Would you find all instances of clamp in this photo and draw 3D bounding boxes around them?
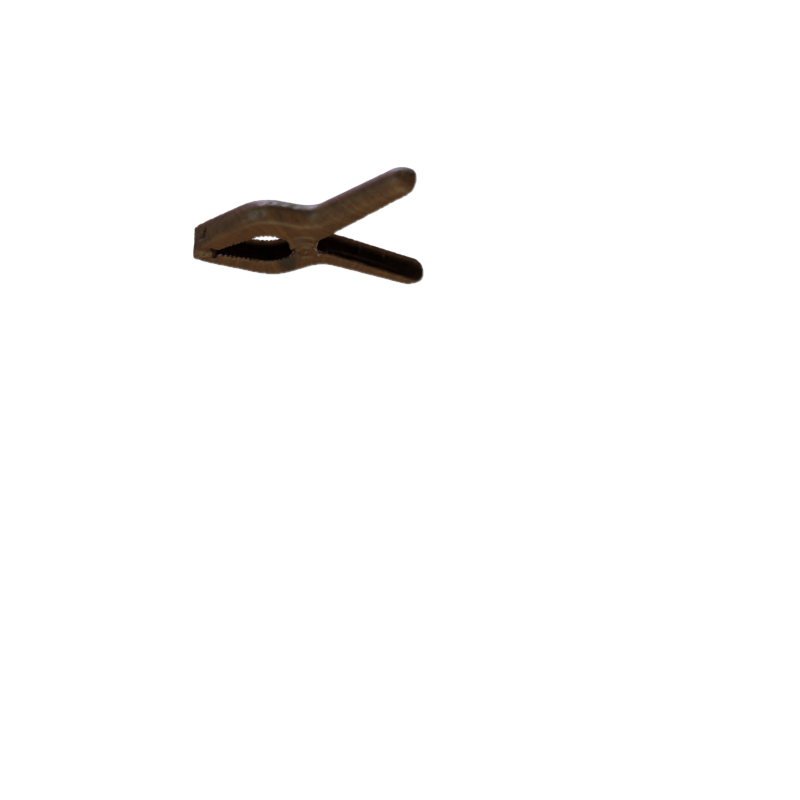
[{"bbox_3d":[-0.077,-0.141,0.987,0.212,0.039,0.153,-6,-28,11],"label":"clamp"}]
